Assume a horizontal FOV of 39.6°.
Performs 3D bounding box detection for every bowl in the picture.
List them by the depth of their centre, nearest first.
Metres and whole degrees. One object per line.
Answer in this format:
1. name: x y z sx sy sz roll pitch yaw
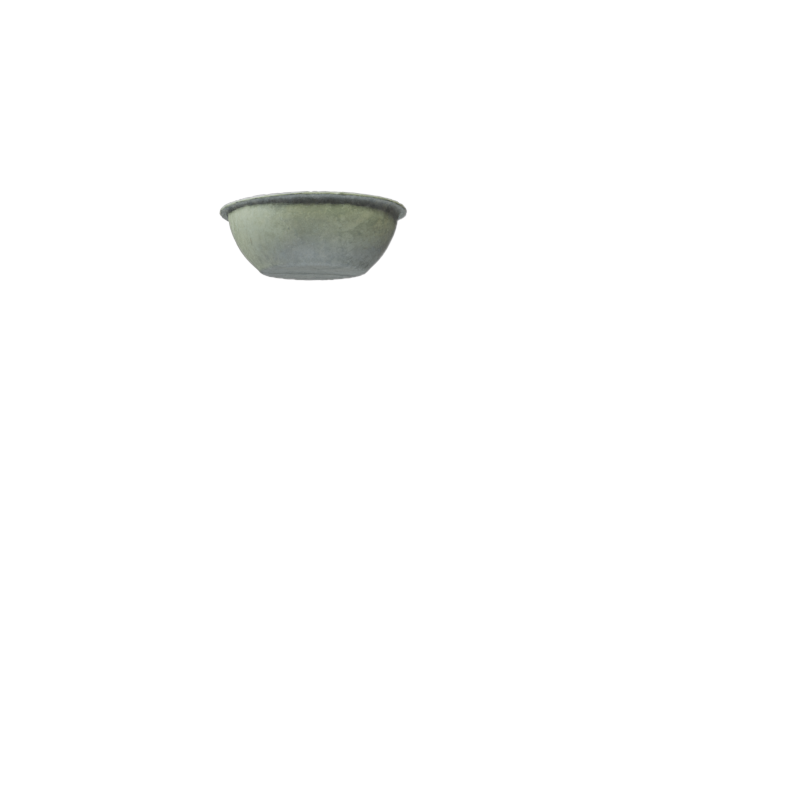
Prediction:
1. bowl: -0.074 -0.136 0.951 0.162 0.056 0.160 0 -3 -2
